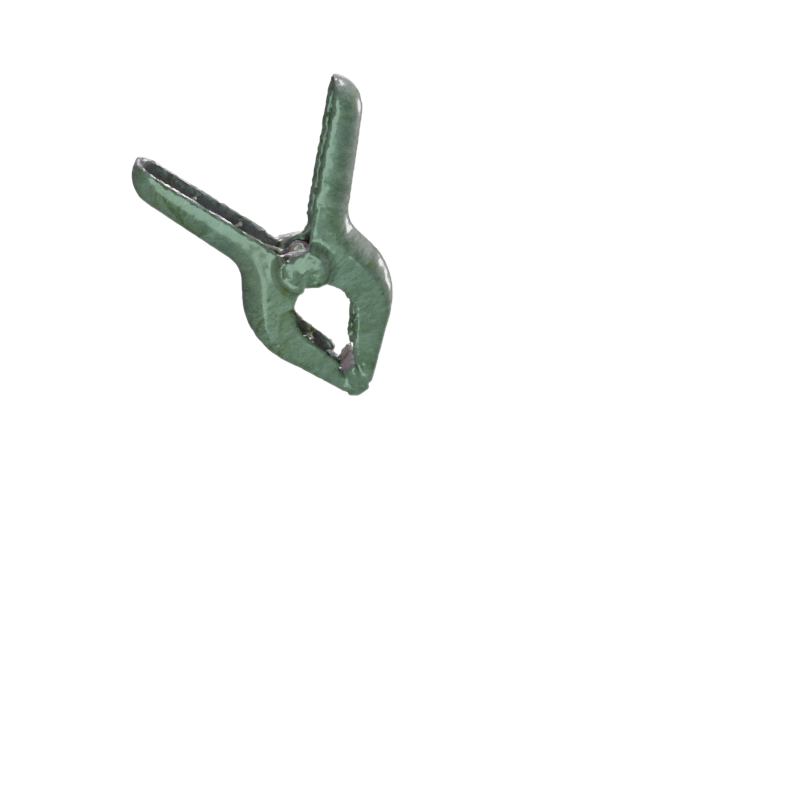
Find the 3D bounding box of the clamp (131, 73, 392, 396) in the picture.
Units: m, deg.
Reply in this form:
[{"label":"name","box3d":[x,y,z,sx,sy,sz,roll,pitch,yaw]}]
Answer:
[{"label":"clamp","box3d":[-0.045,-0.082,0.573,0.120,0.161,0.042,-27,27,15]}]
